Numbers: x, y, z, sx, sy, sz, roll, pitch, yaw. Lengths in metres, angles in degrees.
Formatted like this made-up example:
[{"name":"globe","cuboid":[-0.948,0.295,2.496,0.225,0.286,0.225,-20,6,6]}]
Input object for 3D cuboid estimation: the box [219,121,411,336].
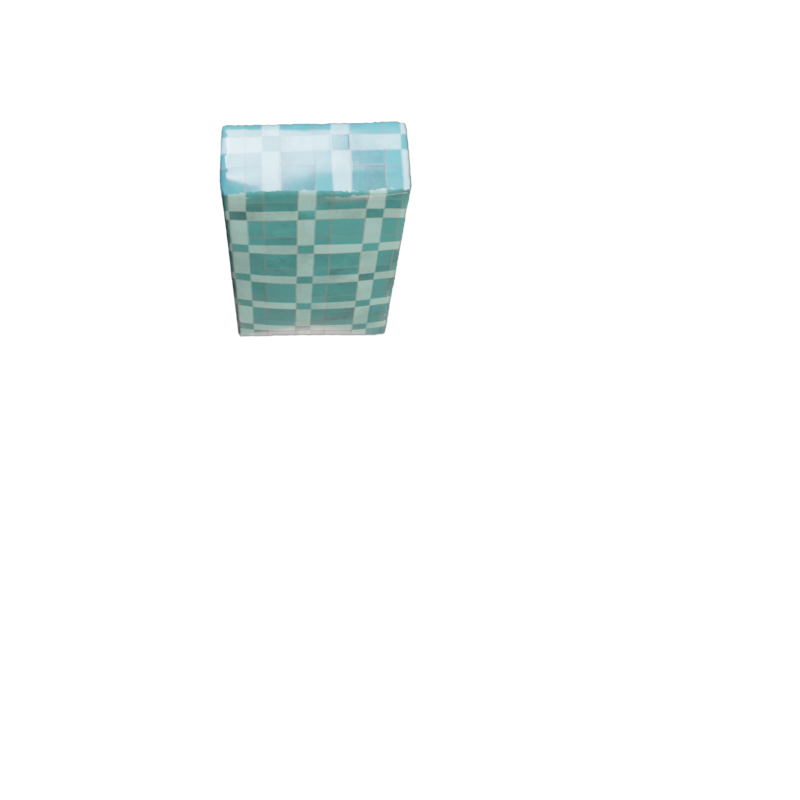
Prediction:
[{"name":"box","cuboid":[-0.048,-0.086,0.606,0.093,0.050,0.168,-1,-19,-4]}]
